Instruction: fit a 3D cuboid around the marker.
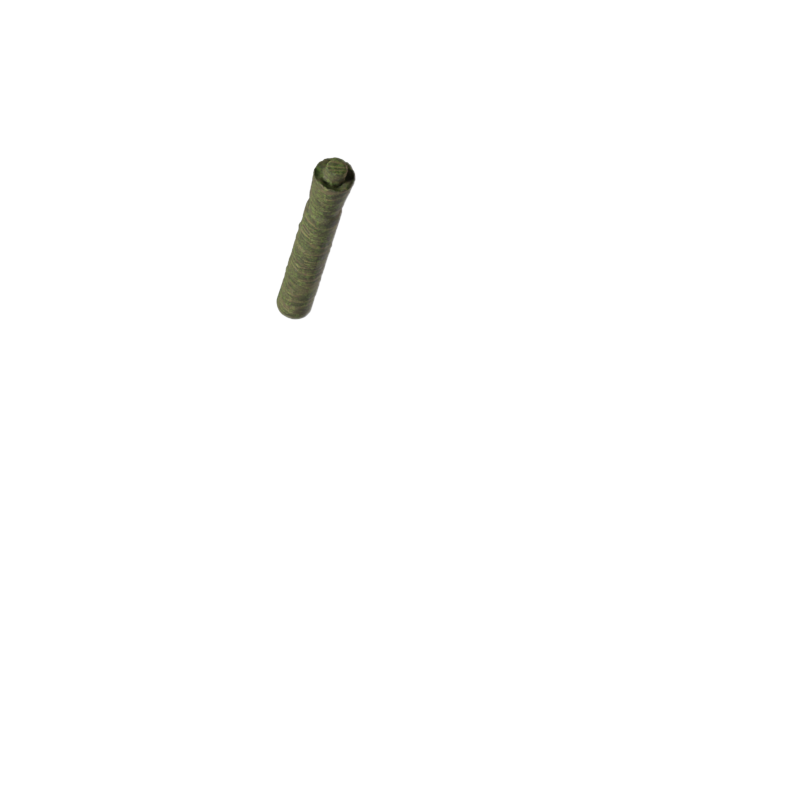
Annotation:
[{"bbox_3d":[-0.041,-0.075,0.528,0.019,0.021,0.115,0,-26,-15],"label":"marker"}]
